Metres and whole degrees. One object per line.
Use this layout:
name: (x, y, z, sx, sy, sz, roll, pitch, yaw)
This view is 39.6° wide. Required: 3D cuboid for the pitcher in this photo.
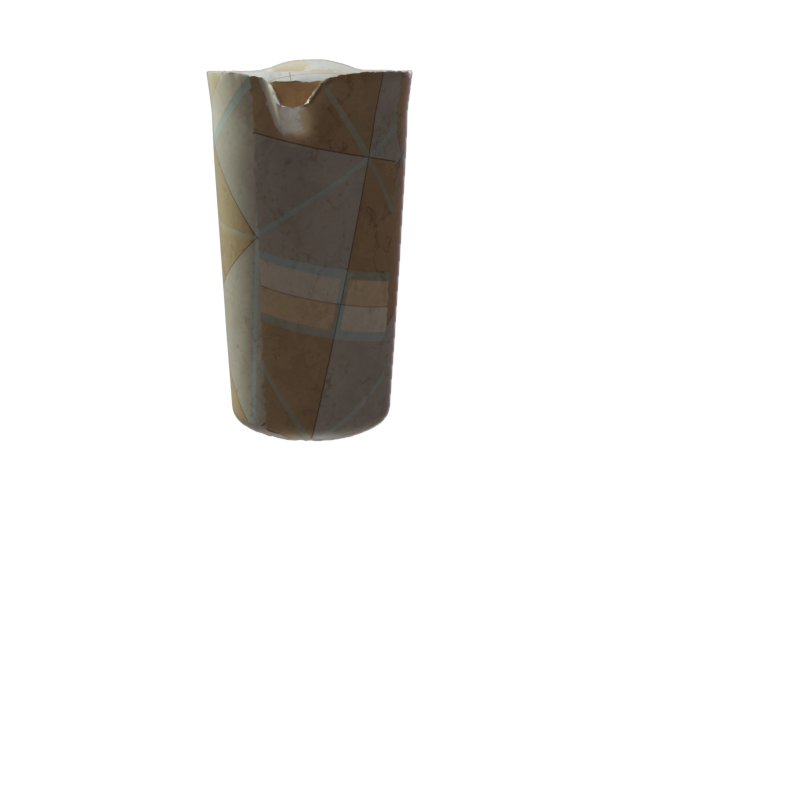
pitcher: (-0.059, -0.107, 0.749, 0.145, 0.237, 0.153, -10, 16, -41)
